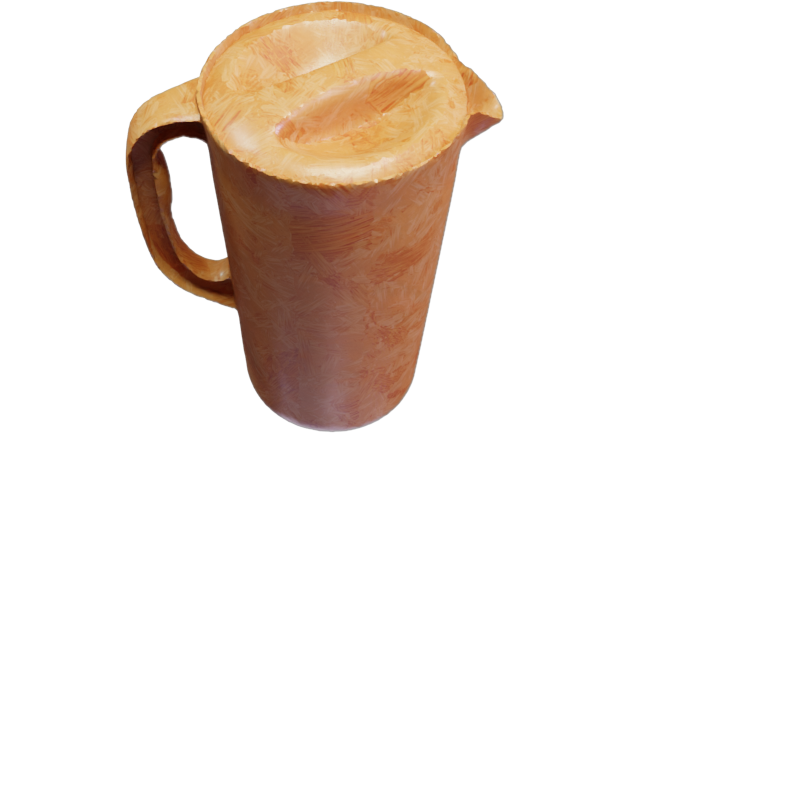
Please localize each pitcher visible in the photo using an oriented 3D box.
[{"bbox_3d":[-0.048,-0.088,0.618,0.157,0.227,0.147,34,59,21],"label":"pitcher"}]
